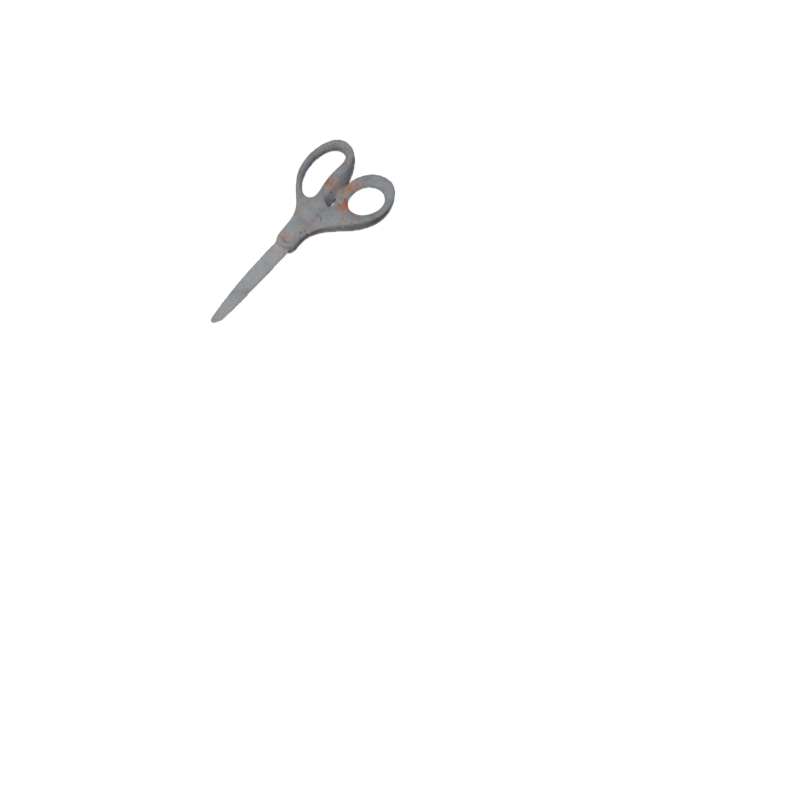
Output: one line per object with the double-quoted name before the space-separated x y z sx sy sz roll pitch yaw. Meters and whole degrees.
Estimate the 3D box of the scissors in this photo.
"scissors" -0.073 -0.133 0.930 0.098 0.209 0.015 19 -26 9
